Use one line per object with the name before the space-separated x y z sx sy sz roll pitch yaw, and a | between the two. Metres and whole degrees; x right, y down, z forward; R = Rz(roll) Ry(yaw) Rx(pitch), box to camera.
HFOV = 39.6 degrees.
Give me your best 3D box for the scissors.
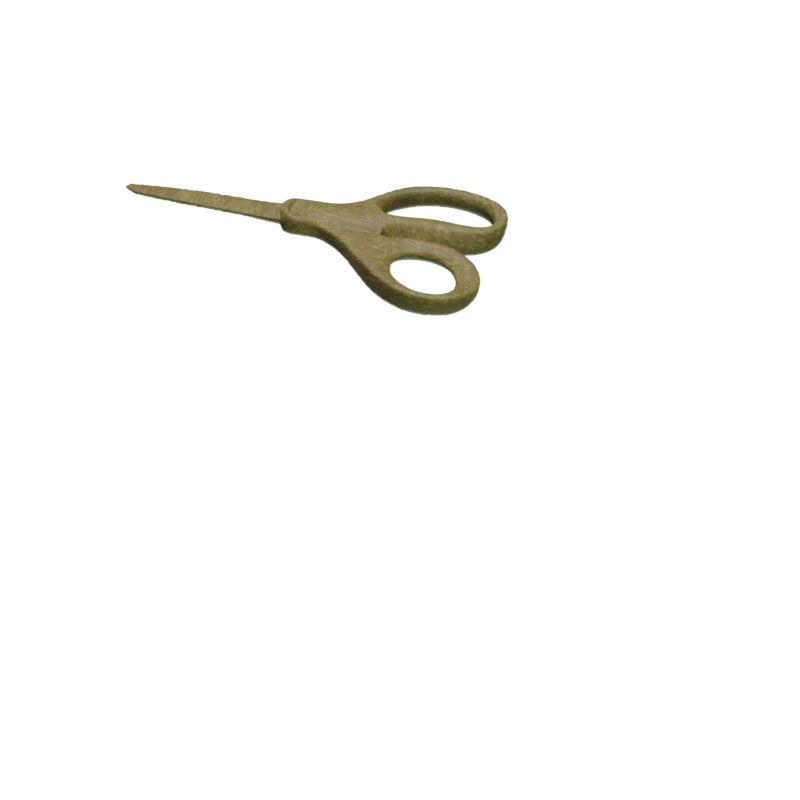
scissors | -0.044 -0.081 0.567 0.201 0.103 0.015 -1 -45 -1
